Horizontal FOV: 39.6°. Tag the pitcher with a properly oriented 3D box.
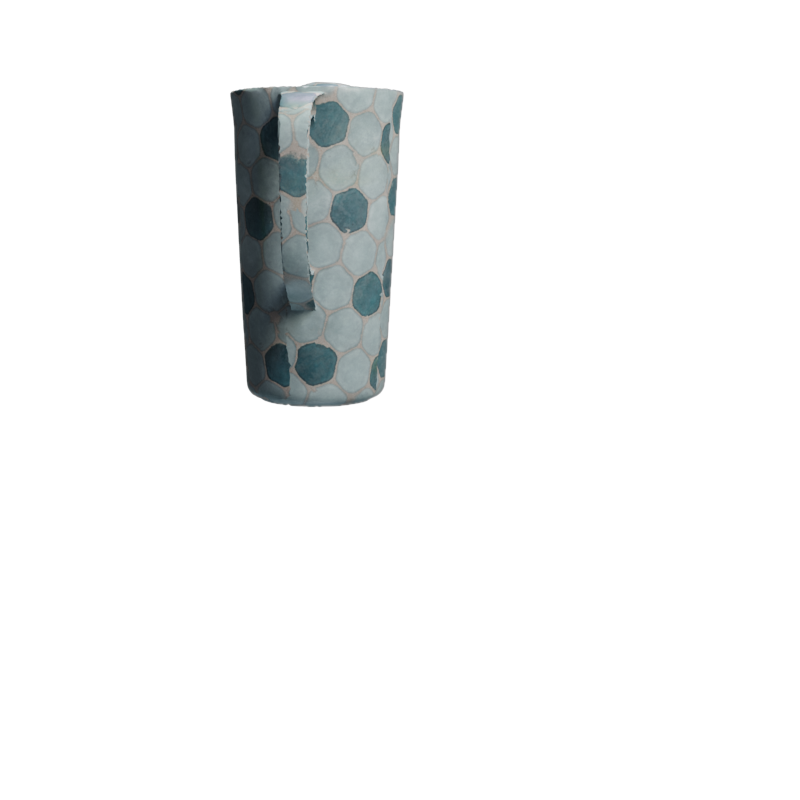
[{"bbox_3d":[-0.066,-0.121,0.849,0.144,0.241,0.151,-4,6,-39],"label":"pitcher"}]
